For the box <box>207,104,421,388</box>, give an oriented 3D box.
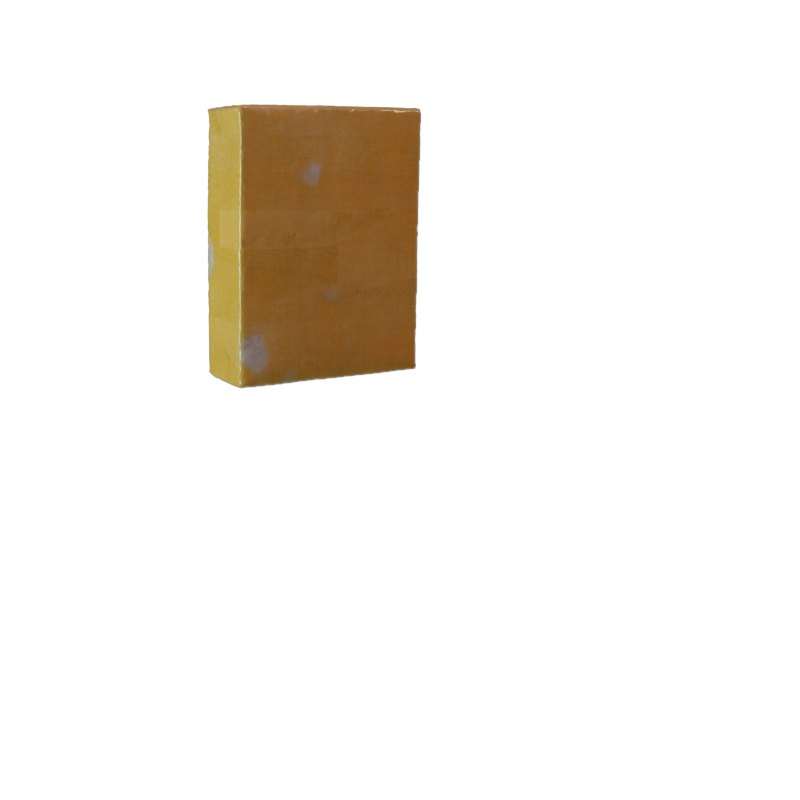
[{"bbox_3d":[-0.069,-0.126,0.884,0.159,0.211,0.075,-4,7,-31],"label":"box"}]
